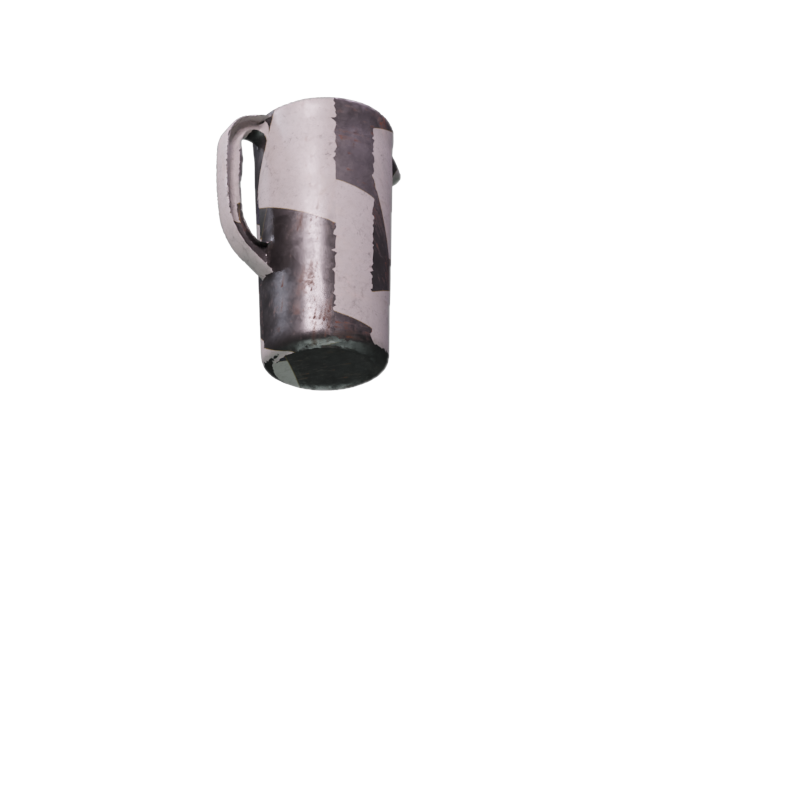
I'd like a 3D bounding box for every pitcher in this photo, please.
[{"bbox_3d":[-0.077,-0.140,0.982,0.151,0.258,0.135,-6,-28,9],"label":"pitcher"}]
